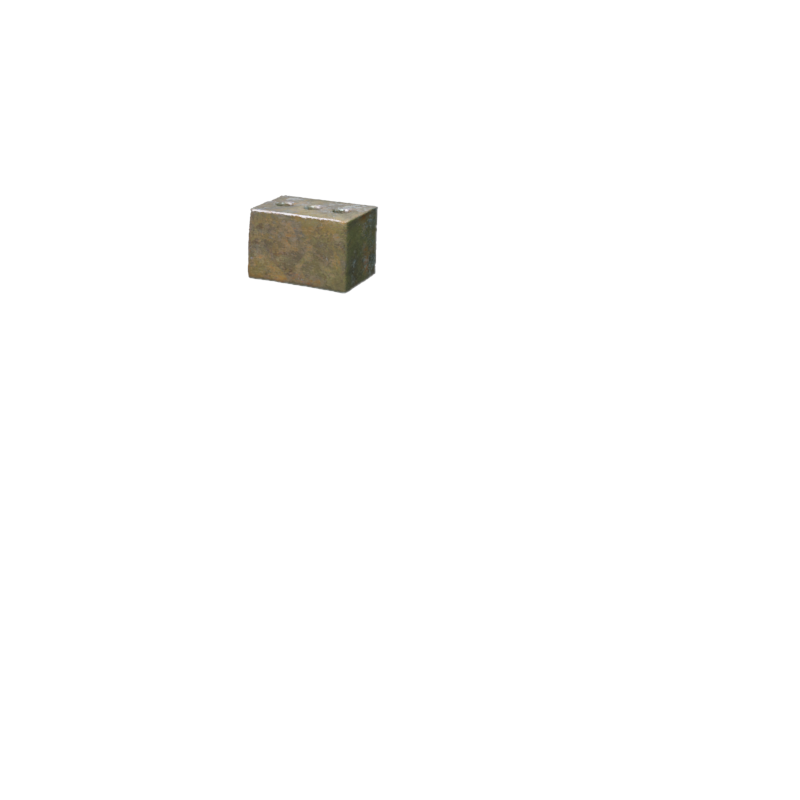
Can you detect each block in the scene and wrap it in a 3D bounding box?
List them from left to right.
[{"bbox_3d":[-0.061,-0.111,0.777,0.081,0.049,0.053,10,22,23],"label":"block"}]
